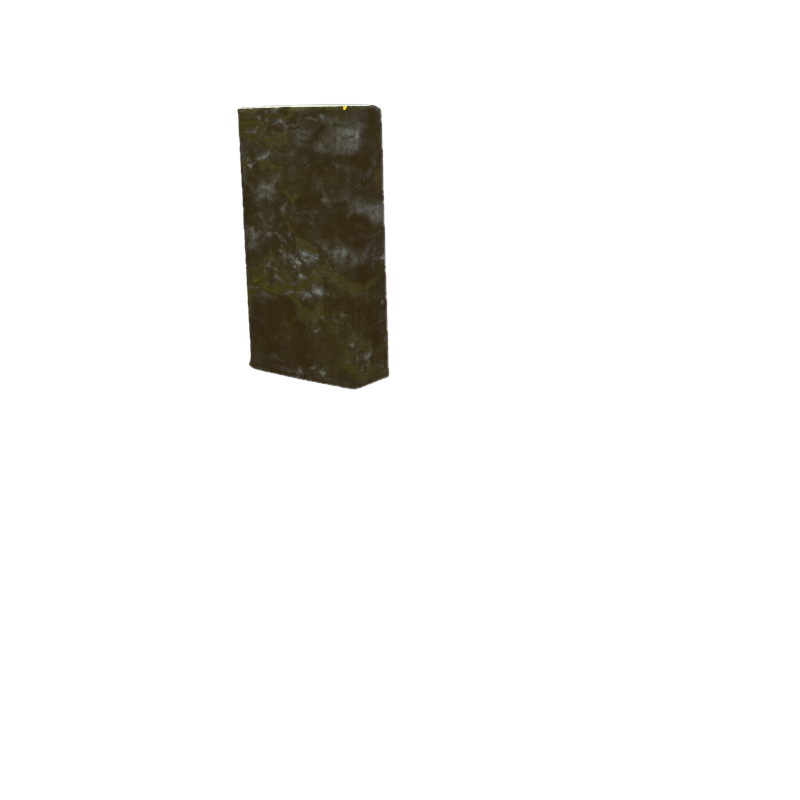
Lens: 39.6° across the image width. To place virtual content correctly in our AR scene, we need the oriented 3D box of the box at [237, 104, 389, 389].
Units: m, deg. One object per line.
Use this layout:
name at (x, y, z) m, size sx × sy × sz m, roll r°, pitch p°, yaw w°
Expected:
box at (-0.056, -0.102, 0.716) m, size 0.098 × 0.173 × 0.047 m, roll 7°, pitch 10°, yaw 37°
